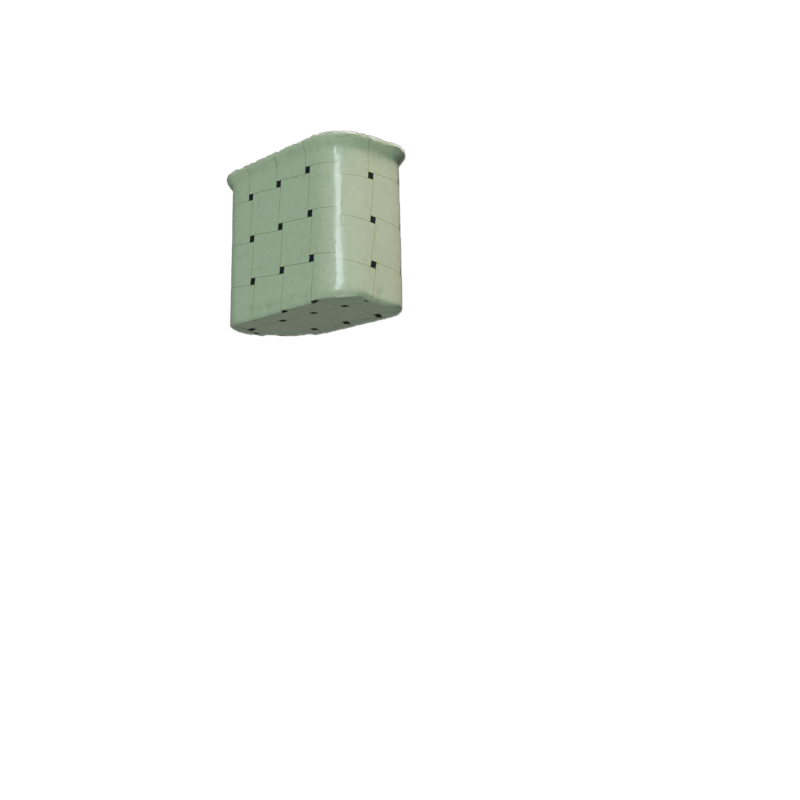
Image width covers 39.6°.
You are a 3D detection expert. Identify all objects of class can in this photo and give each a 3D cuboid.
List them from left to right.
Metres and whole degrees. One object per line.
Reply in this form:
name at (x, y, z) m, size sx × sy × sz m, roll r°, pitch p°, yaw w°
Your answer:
can at (-0.044, -0.081, 0.570) m, size 0.054 × 0.087 × 0.104 m, roll 12°, pitch -18°, yaw -42°
